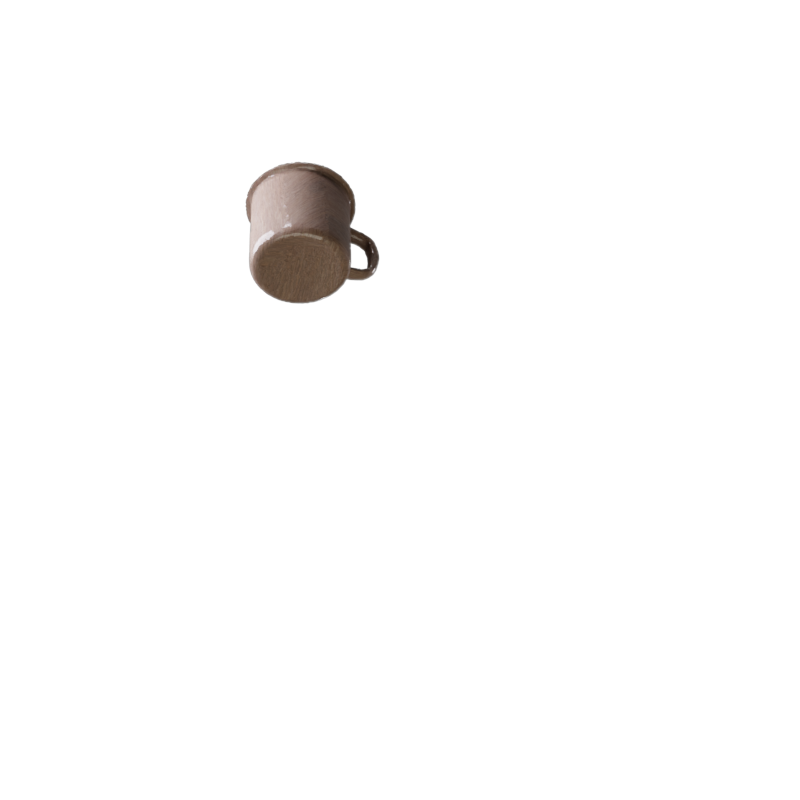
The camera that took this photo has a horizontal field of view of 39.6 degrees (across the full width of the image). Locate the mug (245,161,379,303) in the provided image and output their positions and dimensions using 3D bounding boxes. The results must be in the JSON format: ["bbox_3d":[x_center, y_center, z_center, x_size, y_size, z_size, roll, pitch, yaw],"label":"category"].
[{"bbox_3d":[-0.071,-0.130,0.908,0.113,0.087,0.090,21,-50,-20],"label":"mug"}]
